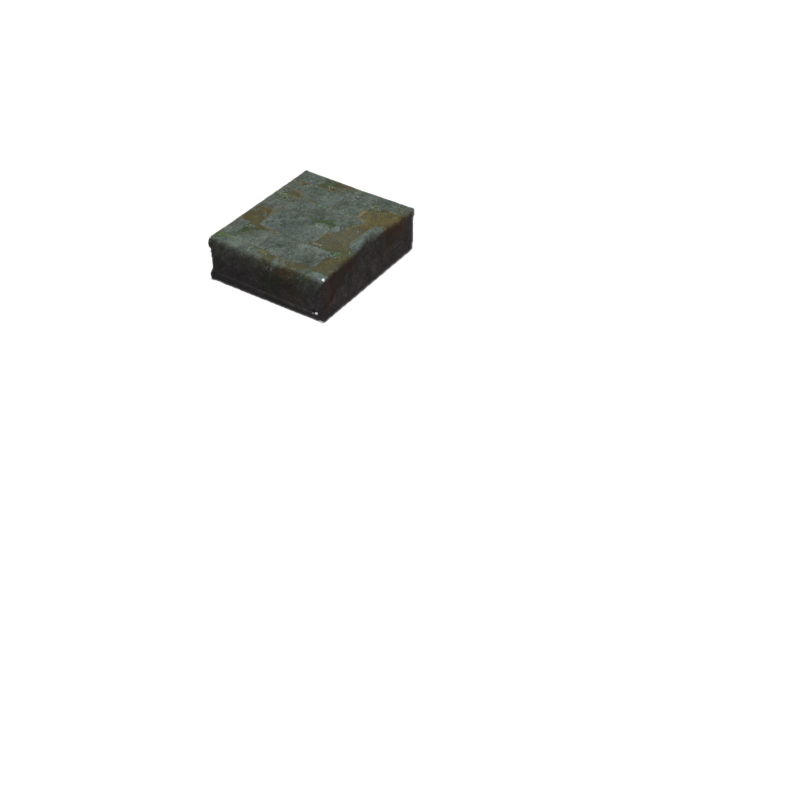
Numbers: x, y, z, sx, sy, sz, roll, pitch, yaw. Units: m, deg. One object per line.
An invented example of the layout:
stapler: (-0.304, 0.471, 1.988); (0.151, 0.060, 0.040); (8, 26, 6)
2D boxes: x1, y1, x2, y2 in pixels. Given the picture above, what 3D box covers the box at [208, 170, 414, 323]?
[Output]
box: (-0.046, -0.084, 0.586); (0.077, 0.028, 0.091); (22, 43, 26)
